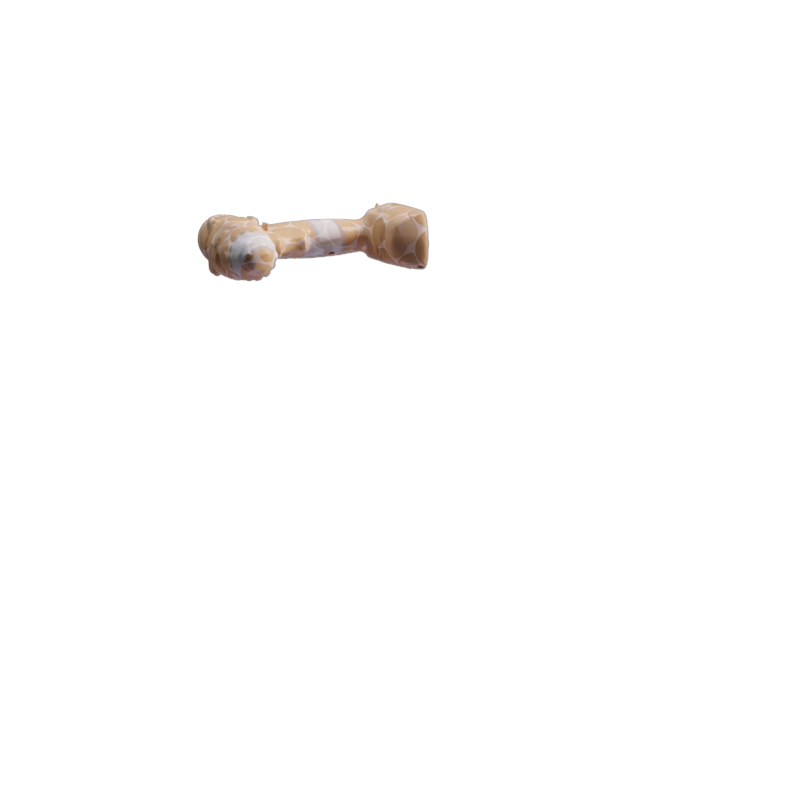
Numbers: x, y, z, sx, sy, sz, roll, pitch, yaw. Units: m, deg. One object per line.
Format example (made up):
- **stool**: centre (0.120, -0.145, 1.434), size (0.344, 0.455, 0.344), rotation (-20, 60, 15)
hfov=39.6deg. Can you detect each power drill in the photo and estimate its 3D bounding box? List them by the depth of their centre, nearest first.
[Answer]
- **power drill**: centre (-0.075, -0.136, 0.954), size (0.184, 0.056, 0.193), rotation (-4, 15, -16)
